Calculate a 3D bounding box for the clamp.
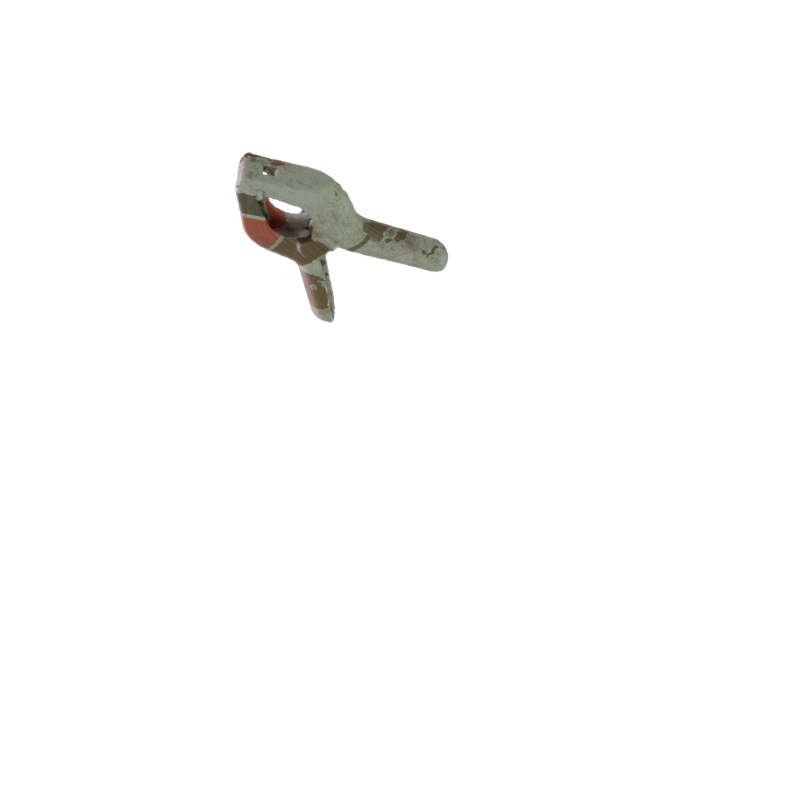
[{"bbox_3d":[-0.063,-0.115,0.804,0.162,0.042,0.119,32,-52,-29],"label":"clamp"}]
